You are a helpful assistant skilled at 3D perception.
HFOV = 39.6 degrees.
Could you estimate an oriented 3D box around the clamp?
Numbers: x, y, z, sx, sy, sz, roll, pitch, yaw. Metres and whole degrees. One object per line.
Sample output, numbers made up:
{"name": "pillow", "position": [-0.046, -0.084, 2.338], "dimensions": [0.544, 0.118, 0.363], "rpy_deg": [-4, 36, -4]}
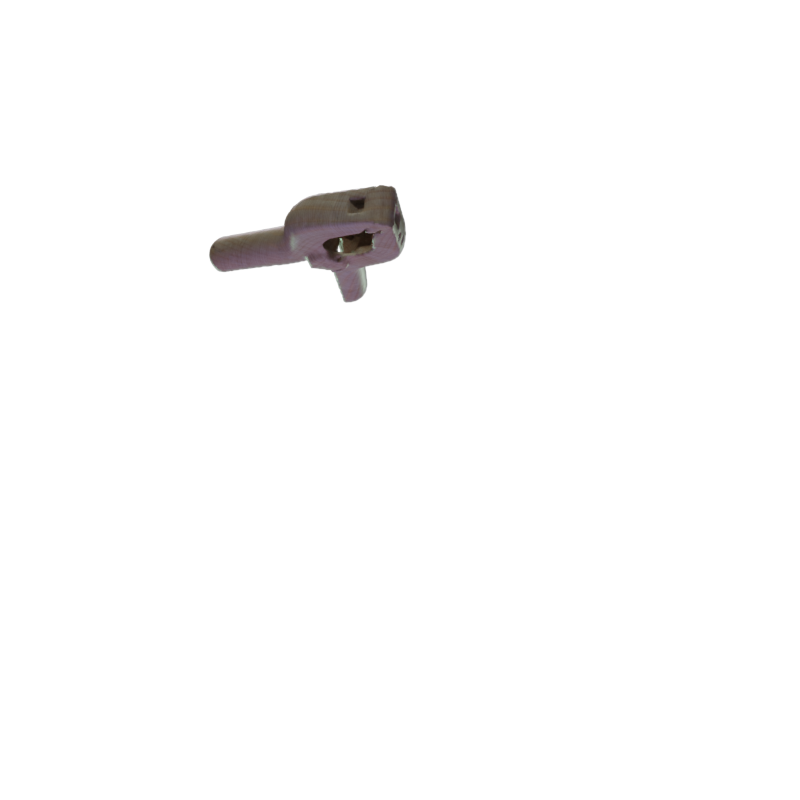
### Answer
{"name": "clamp", "position": [-0.058, -0.106, 0.744], "dimensions": [0.117, 0.041, 0.168], "rpy_deg": [5, -15, -18]}
